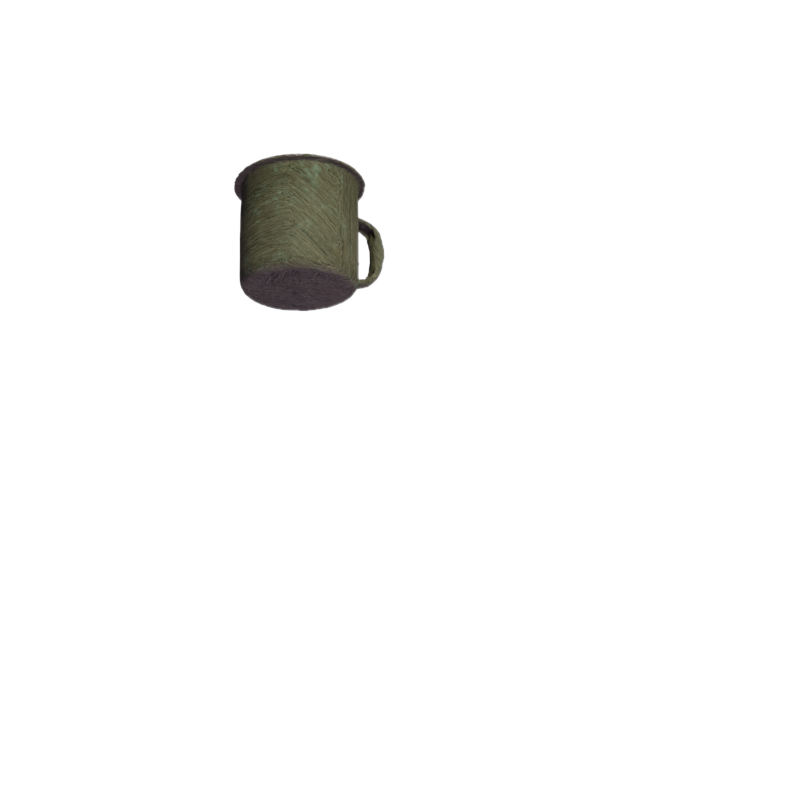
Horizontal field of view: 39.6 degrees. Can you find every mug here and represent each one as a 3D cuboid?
[{"bbox_3d":[-0.061,-0.111,0.775,0.111,0.086,0.093,15,-27,-35],"label":"mug"}]
